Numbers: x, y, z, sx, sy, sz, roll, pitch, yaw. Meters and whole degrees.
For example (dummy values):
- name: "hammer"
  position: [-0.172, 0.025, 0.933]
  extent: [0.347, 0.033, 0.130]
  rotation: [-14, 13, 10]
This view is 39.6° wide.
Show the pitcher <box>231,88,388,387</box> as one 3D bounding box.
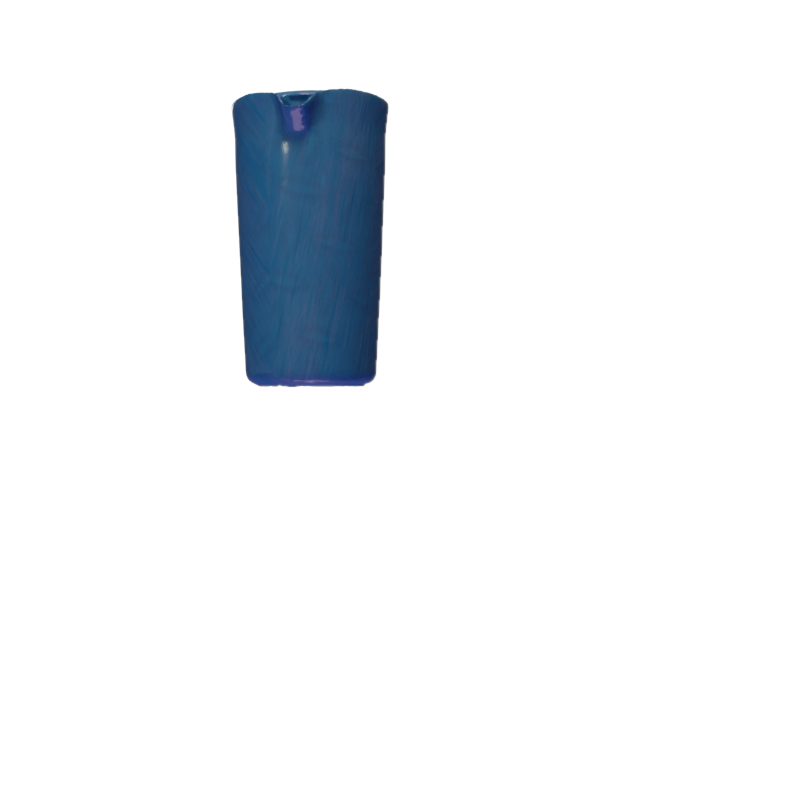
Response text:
- name: "pitcher"
  position: [-0.074, -0.134, 0.939]
  extent: [0.143, 0.247, 0.149]
  rotation: [4, -6, -40]
